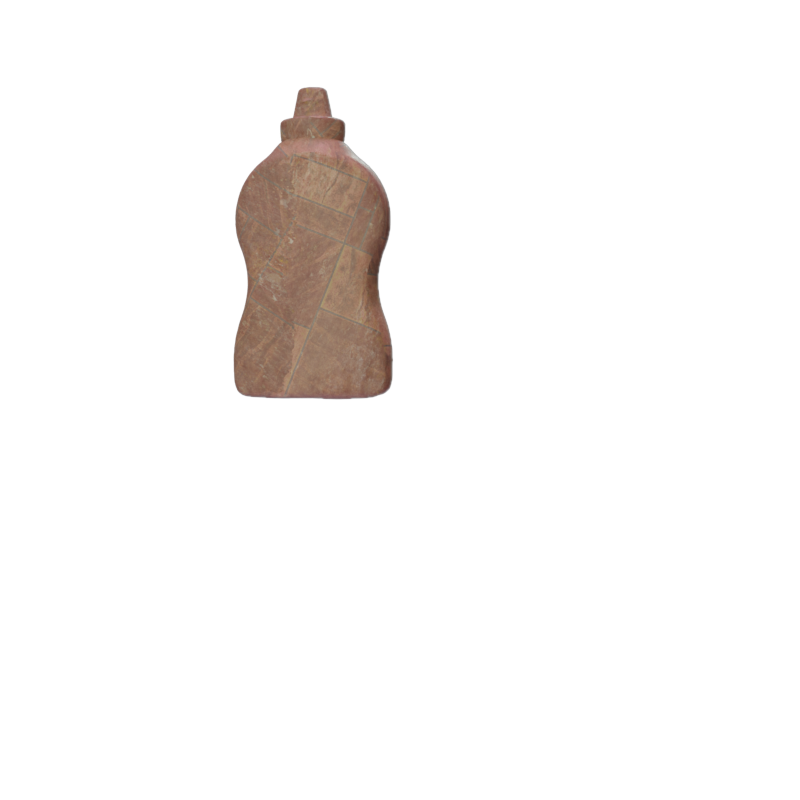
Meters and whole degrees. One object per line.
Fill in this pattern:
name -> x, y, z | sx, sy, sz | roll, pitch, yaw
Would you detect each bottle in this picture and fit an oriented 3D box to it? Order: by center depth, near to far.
bottle -> -0.054, -0.098, 0.689 | 0.098, 0.194, 0.057 | -1, -4, 13
